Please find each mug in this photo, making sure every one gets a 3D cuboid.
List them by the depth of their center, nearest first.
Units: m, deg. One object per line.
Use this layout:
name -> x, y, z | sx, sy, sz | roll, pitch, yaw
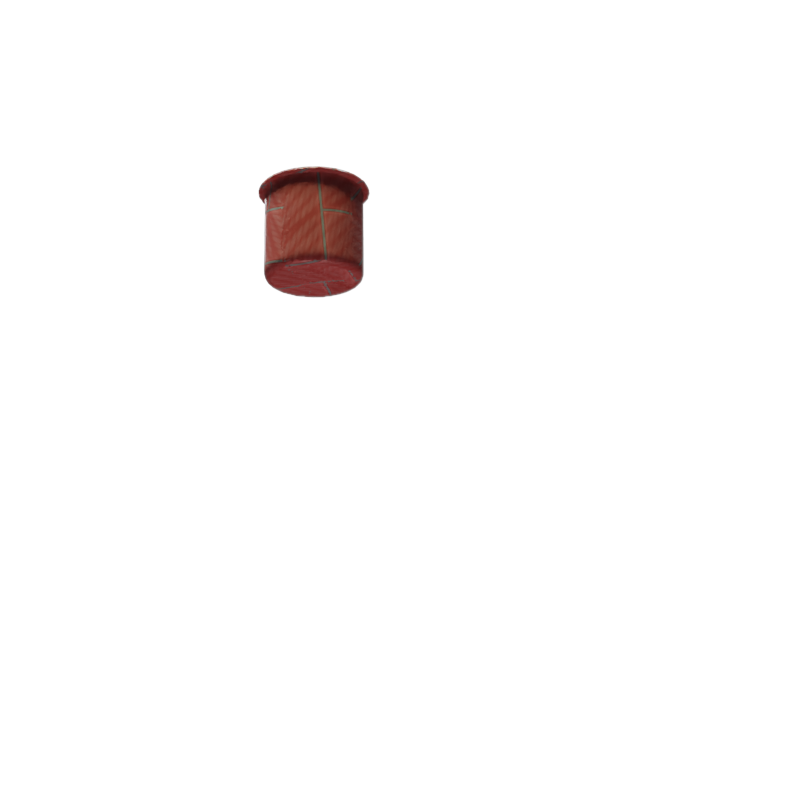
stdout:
mug -> -0.073, -0.132, 0.927 | 0.093, 0.086, 0.112 | 1, -20, -5
